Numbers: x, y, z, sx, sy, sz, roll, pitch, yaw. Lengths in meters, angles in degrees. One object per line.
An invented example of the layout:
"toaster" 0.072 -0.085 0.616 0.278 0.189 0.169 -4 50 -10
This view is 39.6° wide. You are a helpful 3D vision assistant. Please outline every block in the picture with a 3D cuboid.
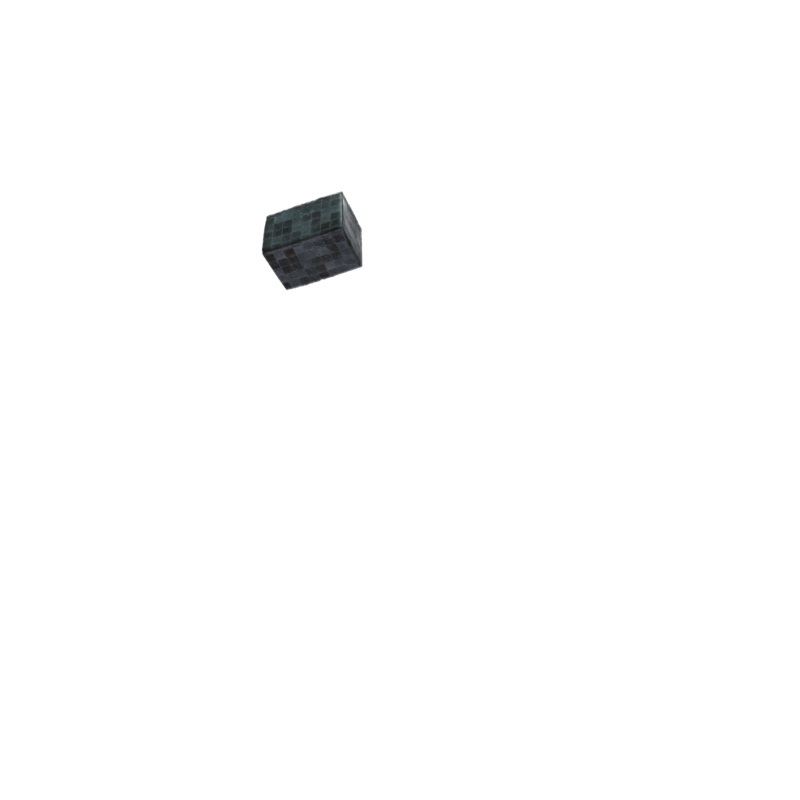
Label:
"block" -0.078 -0.143 0.998 0.078 0.055 0.049 -16 -46 14
